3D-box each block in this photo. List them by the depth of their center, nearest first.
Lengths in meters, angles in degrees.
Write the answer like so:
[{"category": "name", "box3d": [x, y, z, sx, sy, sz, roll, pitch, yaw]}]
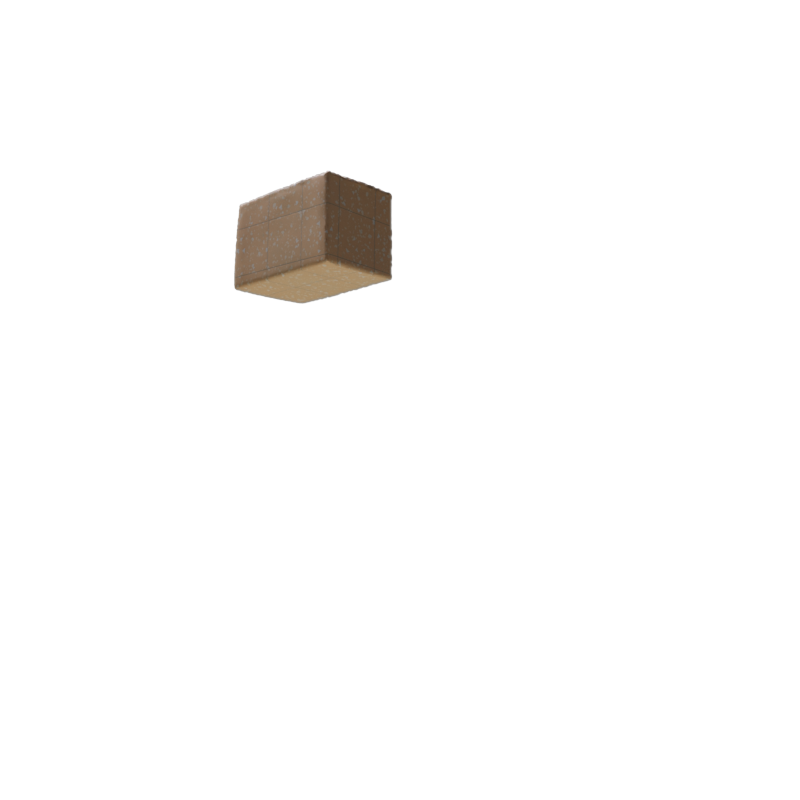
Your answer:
[{"category": "block", "box3d": [-0.049, -0.089, 0.625, 0.079, 0.053, 0.050, -12, -18, 43]}]
